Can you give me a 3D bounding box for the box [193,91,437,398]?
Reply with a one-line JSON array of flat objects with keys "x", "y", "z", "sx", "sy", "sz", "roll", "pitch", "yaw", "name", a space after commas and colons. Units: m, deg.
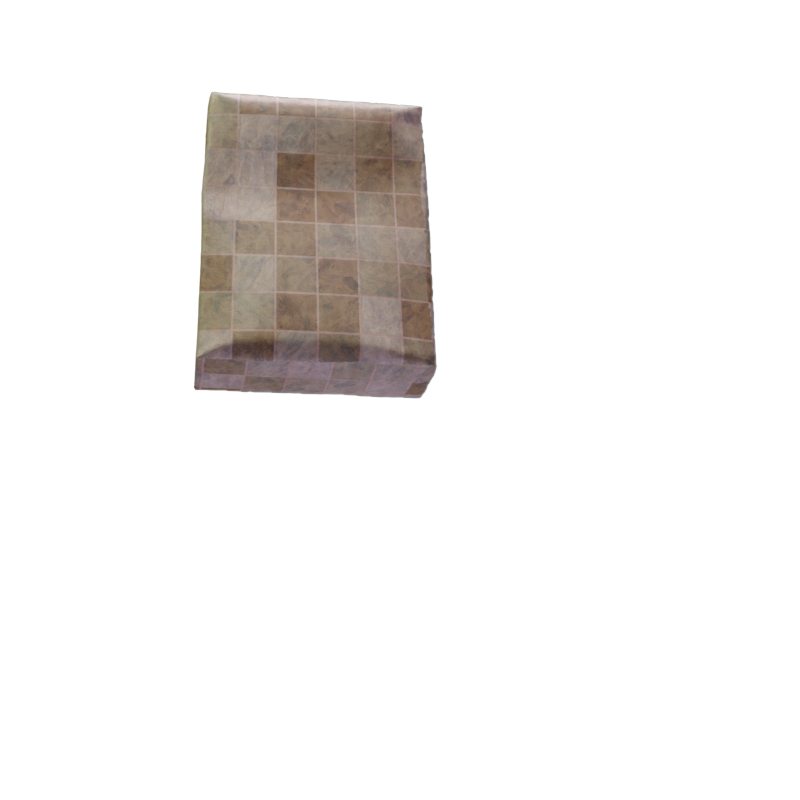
[{"x": -0.063, "y": -0.114, "z": 0.799, "sx": 0.162, "sy": 0.226, "sz": 0.069, "roll": 2, "pitch": -25, "yaw": -7, "name": "box"}]
